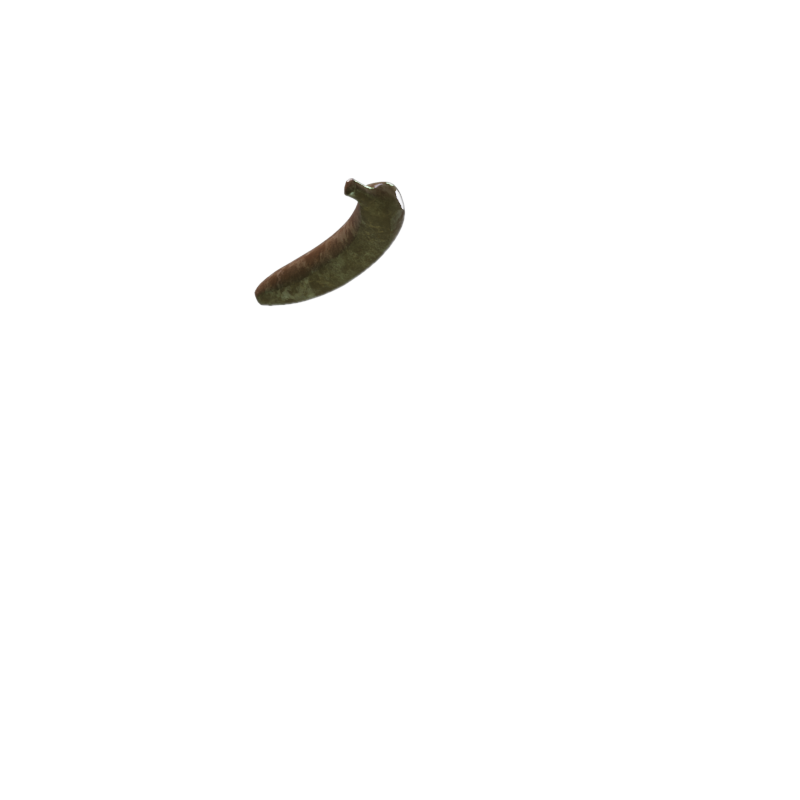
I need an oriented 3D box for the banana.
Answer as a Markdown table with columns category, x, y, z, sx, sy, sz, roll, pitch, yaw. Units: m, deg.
| category | x | y | z | sx | sy | sz | roll | pitch | yaw |
| --- | --- | --- | --- | --- | --- | --- | --- | --- | --- |
| banana | -0.046 | -0.116 | 0.825 | 0.067 | 0.039 | 0.193 | 10 | -25 | -23 |
